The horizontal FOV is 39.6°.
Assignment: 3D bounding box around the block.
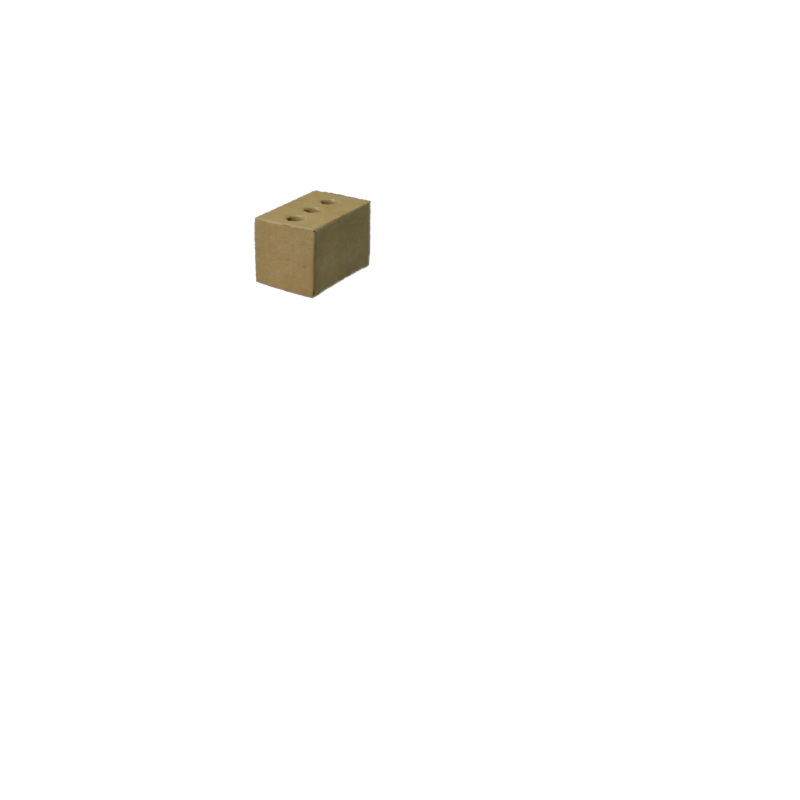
[{"bbox_3d":[-0.063,-0.115,0.803,0.055,0.049,0.078,14,29,27],"label":"block"}]
